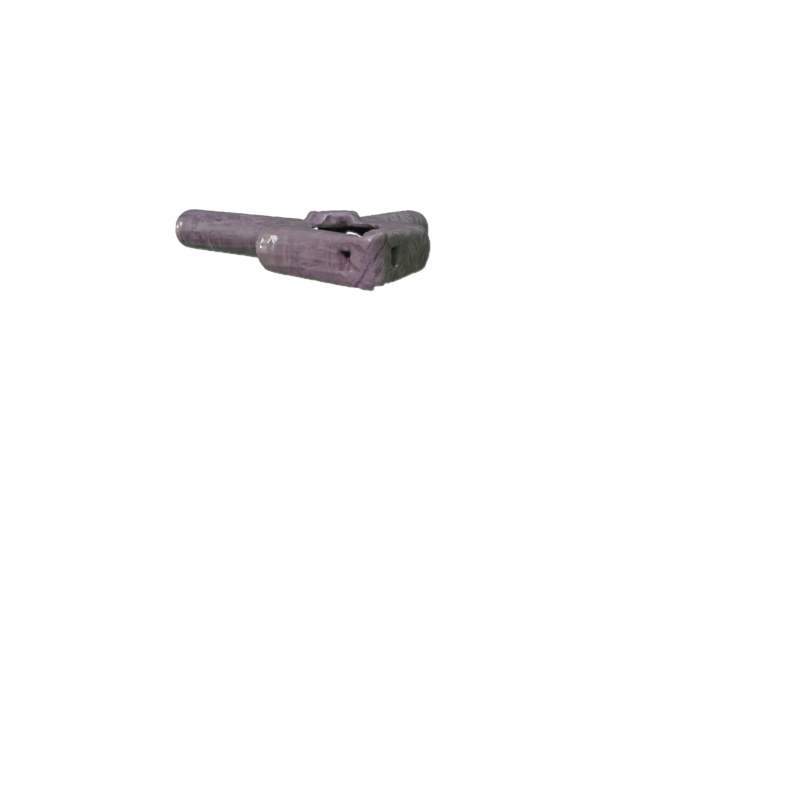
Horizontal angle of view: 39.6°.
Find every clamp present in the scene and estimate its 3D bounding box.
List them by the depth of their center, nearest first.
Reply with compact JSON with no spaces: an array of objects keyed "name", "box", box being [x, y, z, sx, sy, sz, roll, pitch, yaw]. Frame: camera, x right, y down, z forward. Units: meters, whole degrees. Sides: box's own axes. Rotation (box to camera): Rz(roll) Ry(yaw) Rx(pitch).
[{"name":"clamp","box":[-0.050,-0.091,0.635,0.163,0.036,0.216,-2,13,-7]}]
